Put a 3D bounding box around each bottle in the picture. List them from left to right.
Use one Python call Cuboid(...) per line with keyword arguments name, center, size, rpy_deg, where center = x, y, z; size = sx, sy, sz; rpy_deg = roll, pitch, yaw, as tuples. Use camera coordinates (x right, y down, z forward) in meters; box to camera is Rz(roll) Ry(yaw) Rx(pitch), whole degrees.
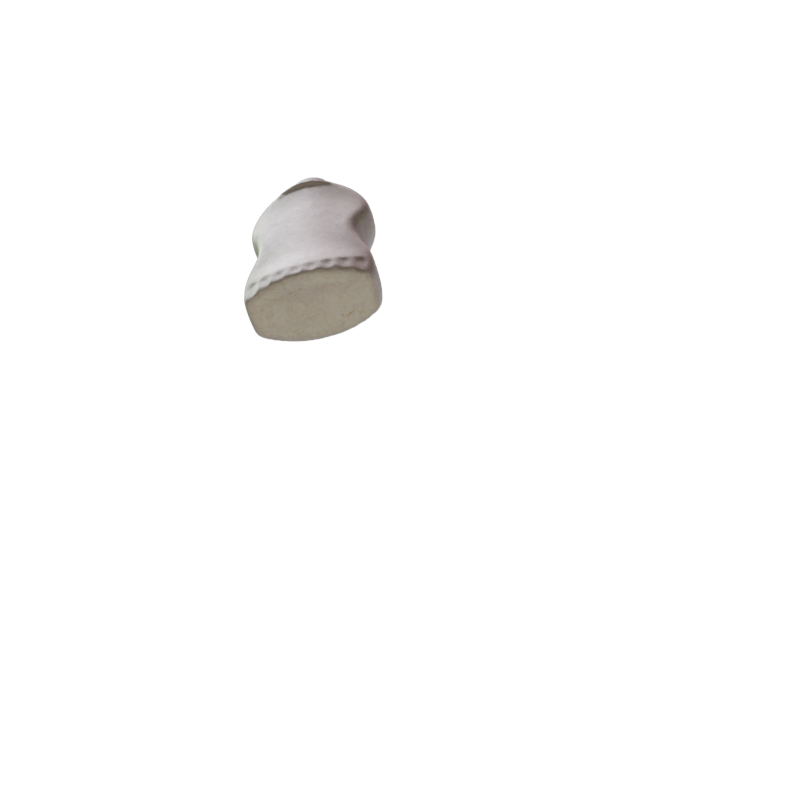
Cuboid(name="bottle", center=(-0.067, -0.122, 0.856), size=(0.096, 0.054, 0.205), rpy_deg=(-15, 34, 7))
